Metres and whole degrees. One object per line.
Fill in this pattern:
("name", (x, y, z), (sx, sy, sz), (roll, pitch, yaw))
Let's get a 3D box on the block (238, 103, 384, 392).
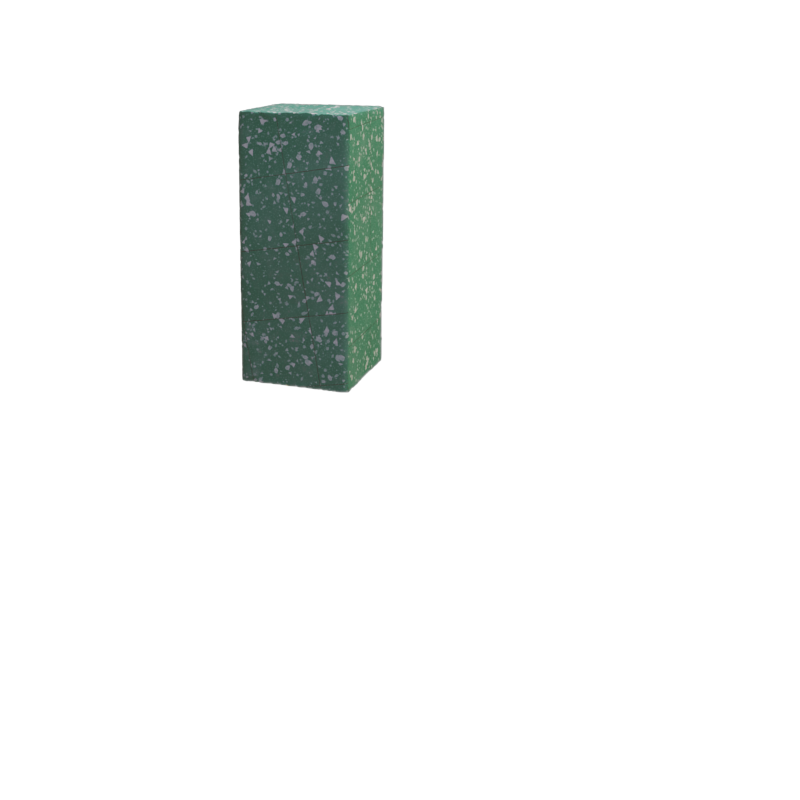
("block", (-0.068, -0.122, 0.857), (0.092, 0.200, 0.091), (5, 14, 17))
